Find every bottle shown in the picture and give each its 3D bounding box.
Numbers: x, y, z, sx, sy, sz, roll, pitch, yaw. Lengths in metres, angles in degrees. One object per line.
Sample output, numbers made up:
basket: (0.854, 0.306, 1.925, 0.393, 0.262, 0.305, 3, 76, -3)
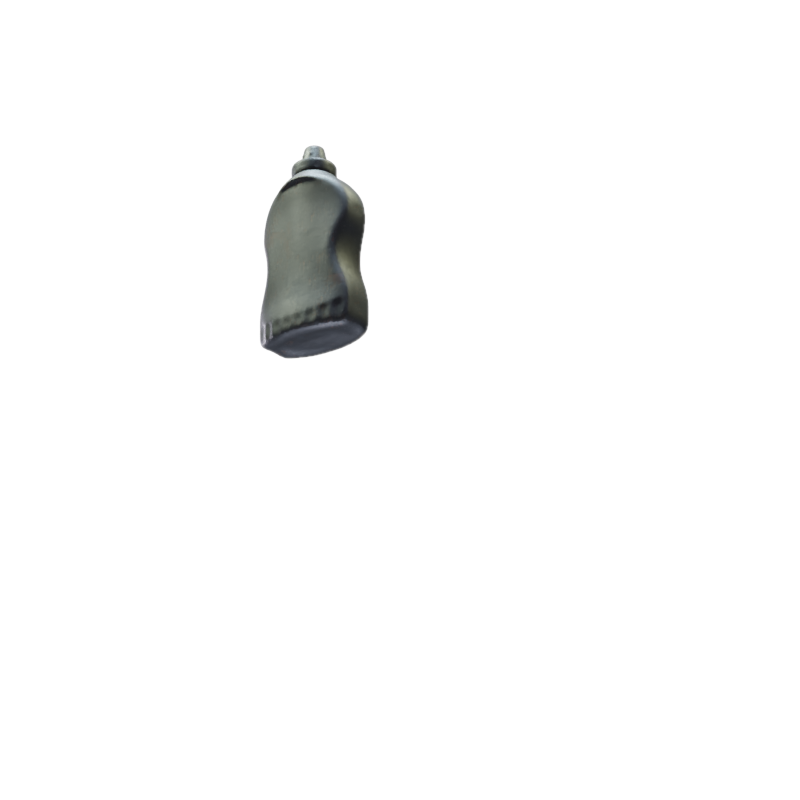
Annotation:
bottle: (-0.075, -0.138, 0.964, 0.097, 0.203, 0.054, -20, -32, 32)
